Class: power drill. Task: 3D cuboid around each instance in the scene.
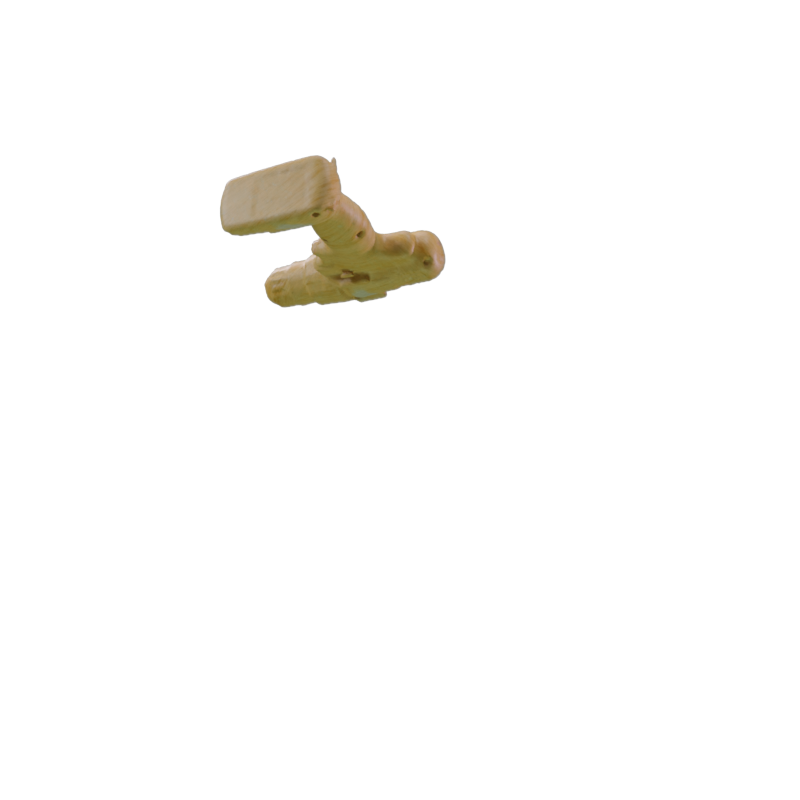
[{"bbox_3d":[-0.077,-0.140,0.982,0.188,0.060,0.175,-11,-23,27],"label":"power drill"}]
